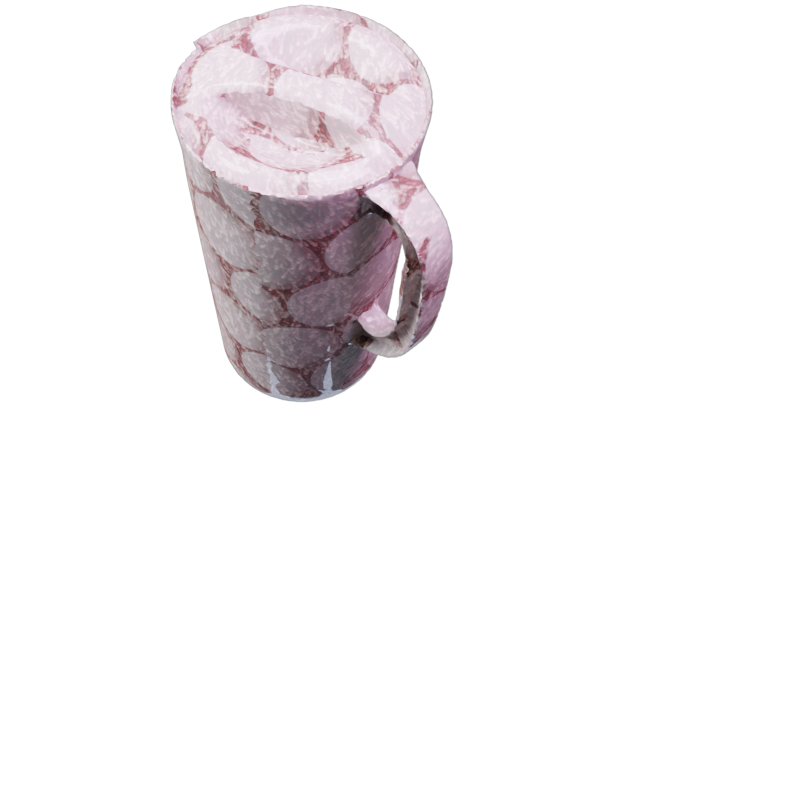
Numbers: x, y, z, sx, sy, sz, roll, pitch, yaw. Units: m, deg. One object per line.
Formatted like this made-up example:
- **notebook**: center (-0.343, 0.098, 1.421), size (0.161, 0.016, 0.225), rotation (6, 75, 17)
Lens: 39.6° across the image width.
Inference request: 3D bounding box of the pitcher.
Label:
- **pitcher**: center (-0.051, -0.092, 0.646), size (0.145, 0.159, 0.228), rotation (3, -32, -1)
